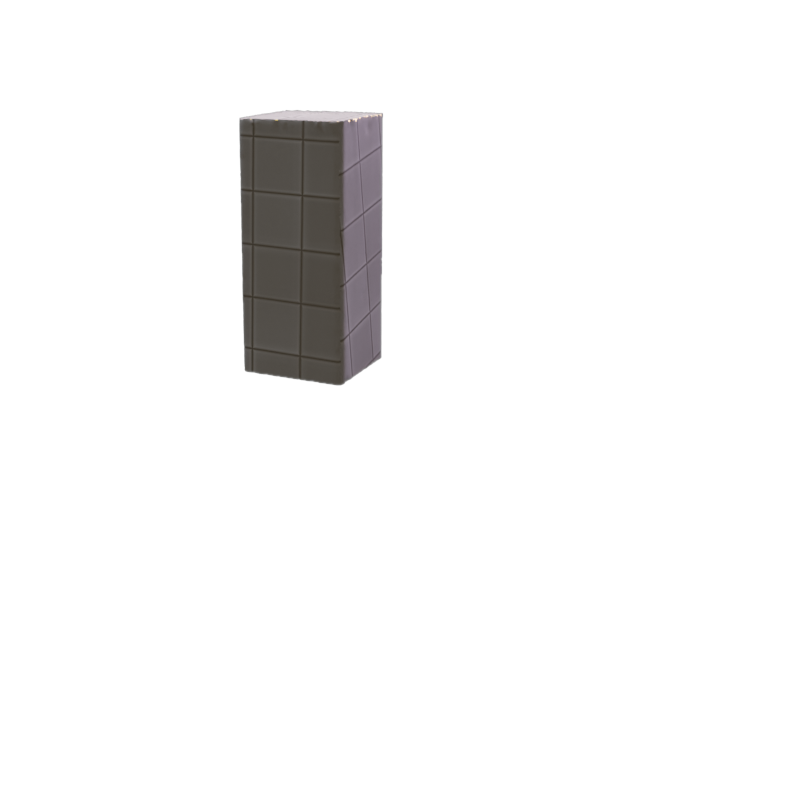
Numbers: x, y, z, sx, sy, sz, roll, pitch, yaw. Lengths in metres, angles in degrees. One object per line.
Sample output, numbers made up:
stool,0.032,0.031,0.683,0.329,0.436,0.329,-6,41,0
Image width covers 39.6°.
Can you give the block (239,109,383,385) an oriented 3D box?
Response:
block,-0.071,-0.128,0.899,0.094,0.200,0.090,6,14,23
